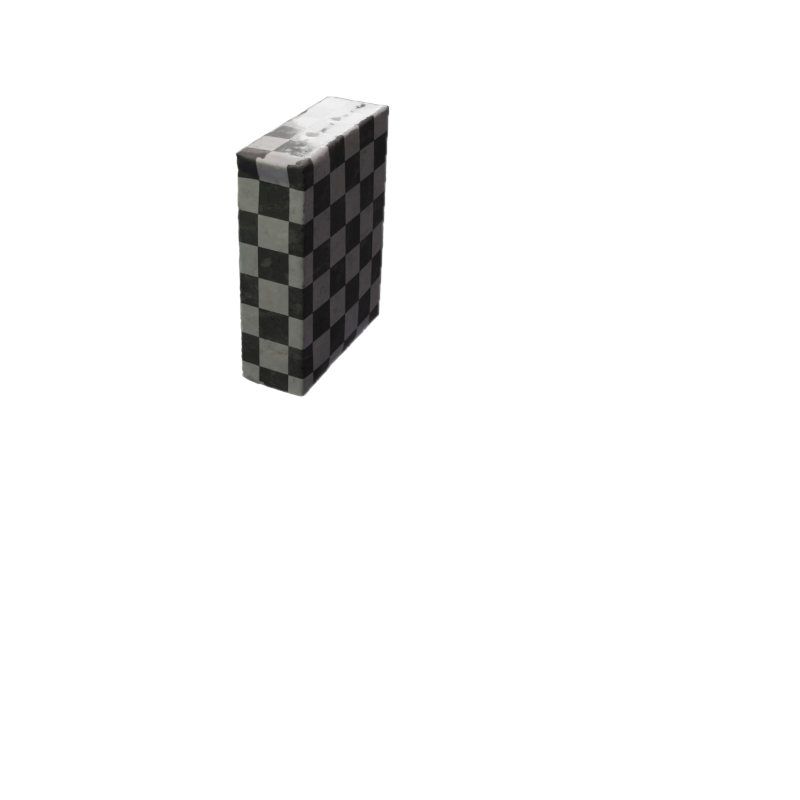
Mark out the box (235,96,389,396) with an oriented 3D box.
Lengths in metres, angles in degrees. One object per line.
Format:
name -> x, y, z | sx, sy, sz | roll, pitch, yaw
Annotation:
box -> -0.076, -0.138, 0.967 | 0.075, 0.202, 0.168 | 13, 31, 20
